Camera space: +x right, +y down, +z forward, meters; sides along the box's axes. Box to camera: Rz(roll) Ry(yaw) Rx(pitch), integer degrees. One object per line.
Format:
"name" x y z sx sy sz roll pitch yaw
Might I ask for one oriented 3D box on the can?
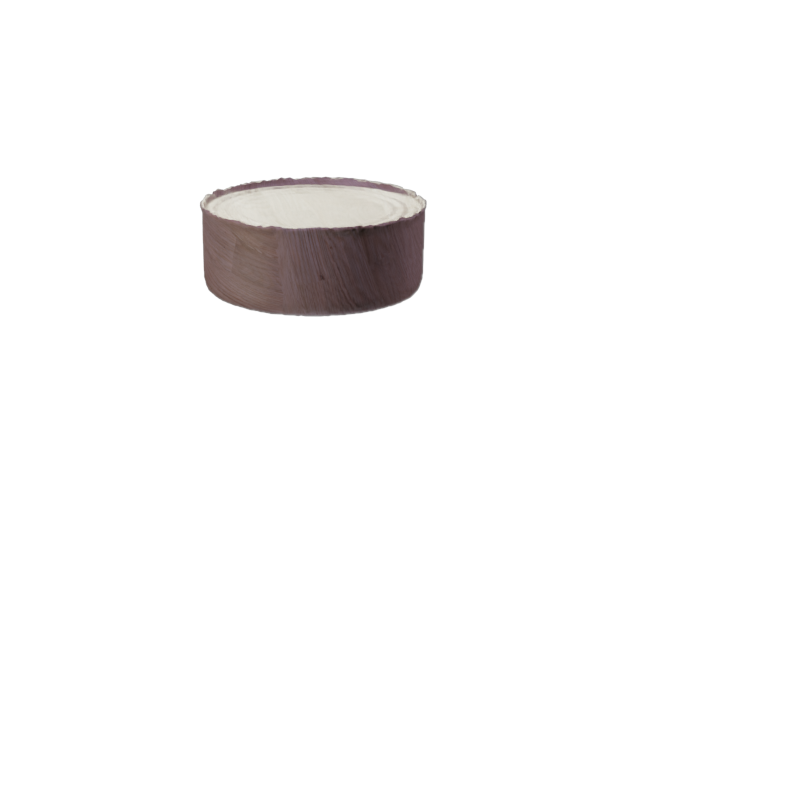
"can" -0.033 -0.061 0.425 0.086 0.032 0.090 -1 22 -2
